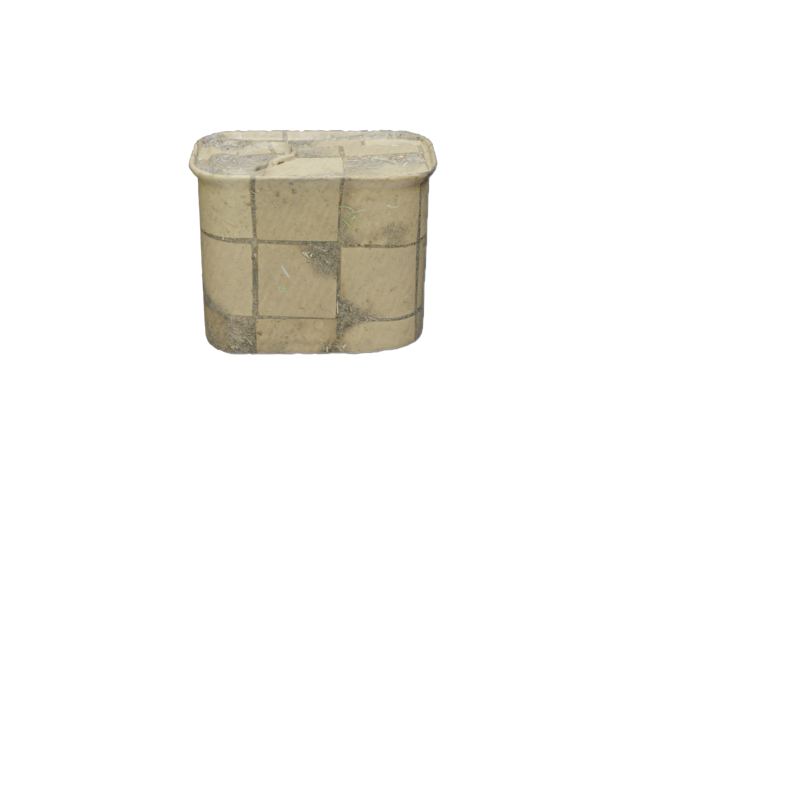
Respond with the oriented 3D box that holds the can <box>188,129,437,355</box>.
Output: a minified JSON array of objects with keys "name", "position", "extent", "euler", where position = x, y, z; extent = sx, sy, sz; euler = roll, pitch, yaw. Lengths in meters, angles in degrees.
[{"name":"can","position":[-0.038,-0.068,0.479],"extent":[0.102,0.079,0.061],"euler":[0,28,-1]}]
